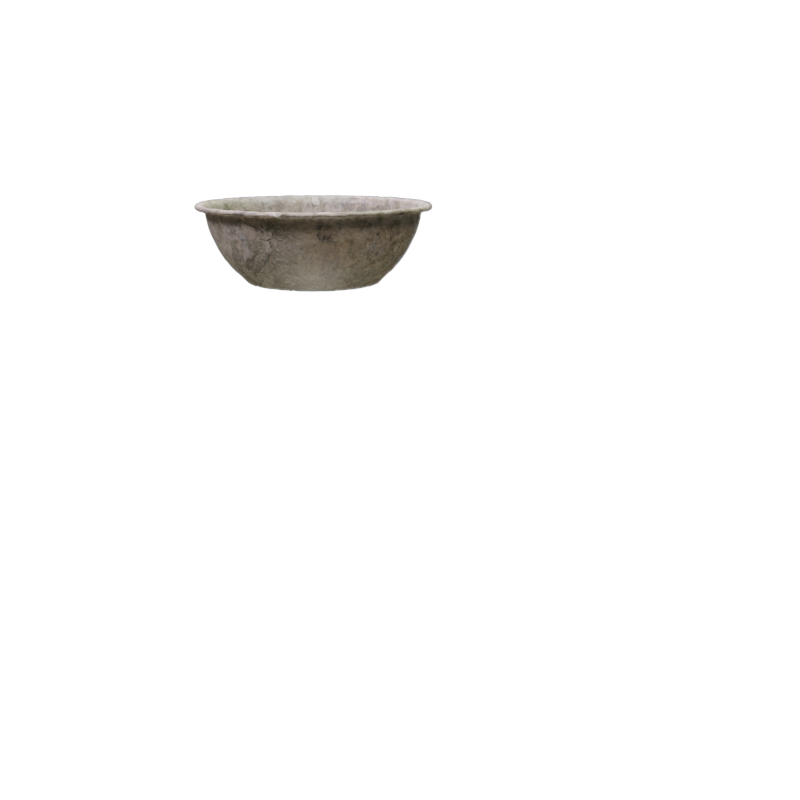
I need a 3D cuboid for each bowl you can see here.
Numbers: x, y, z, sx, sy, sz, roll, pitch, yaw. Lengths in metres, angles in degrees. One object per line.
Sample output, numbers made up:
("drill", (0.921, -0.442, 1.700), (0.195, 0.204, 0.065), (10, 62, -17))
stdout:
("bowl", (-0.059, -0.108, 0.757), (0.162, 0.054, 0.167), (0, 14, -2))
